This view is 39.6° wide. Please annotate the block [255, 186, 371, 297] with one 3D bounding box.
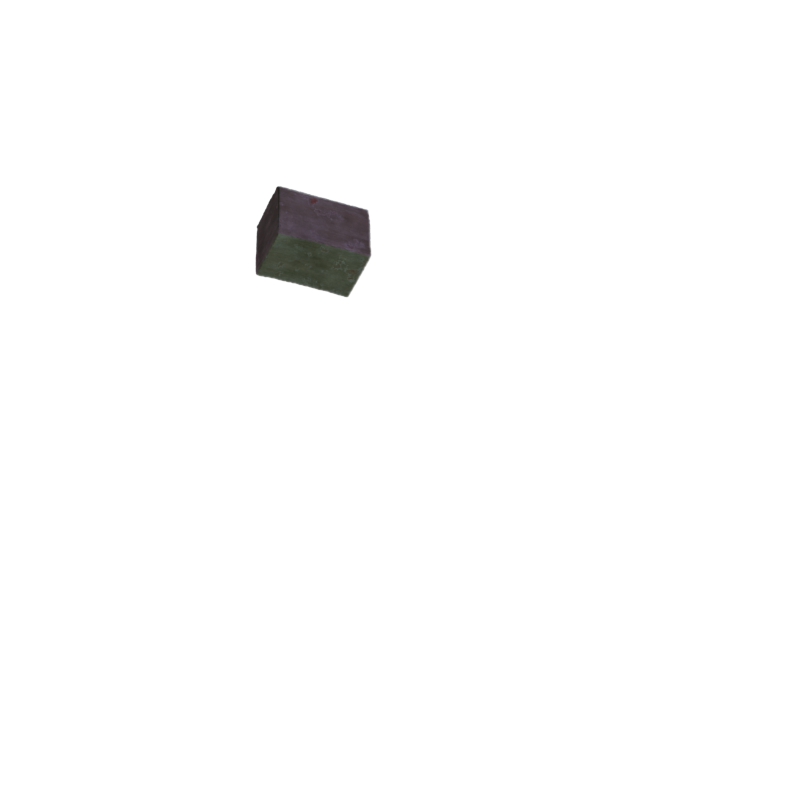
[{"bbox_3d":[-0.067,-0.122,0.856,0.076,0.055,0.051,14,-42,-18],"label":"block"}]
